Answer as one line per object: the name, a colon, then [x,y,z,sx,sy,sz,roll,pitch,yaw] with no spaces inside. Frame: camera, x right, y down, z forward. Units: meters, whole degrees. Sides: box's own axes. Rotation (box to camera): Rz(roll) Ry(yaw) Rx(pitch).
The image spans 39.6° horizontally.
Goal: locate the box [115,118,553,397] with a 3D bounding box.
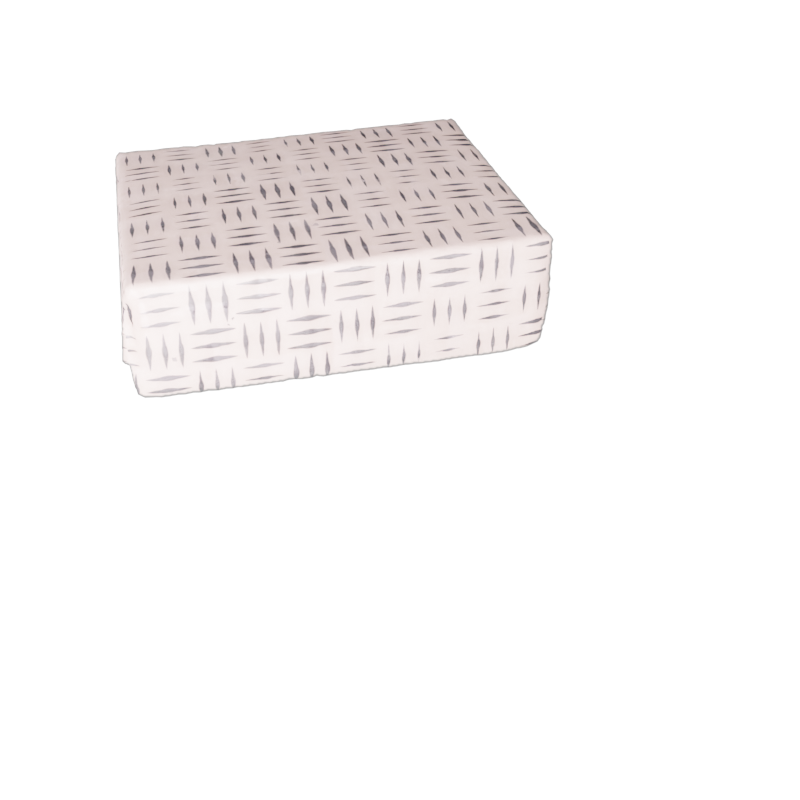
box: [-0.025,-0.046,0.322,0.112,0.037,0.097,-7,34,-10]
